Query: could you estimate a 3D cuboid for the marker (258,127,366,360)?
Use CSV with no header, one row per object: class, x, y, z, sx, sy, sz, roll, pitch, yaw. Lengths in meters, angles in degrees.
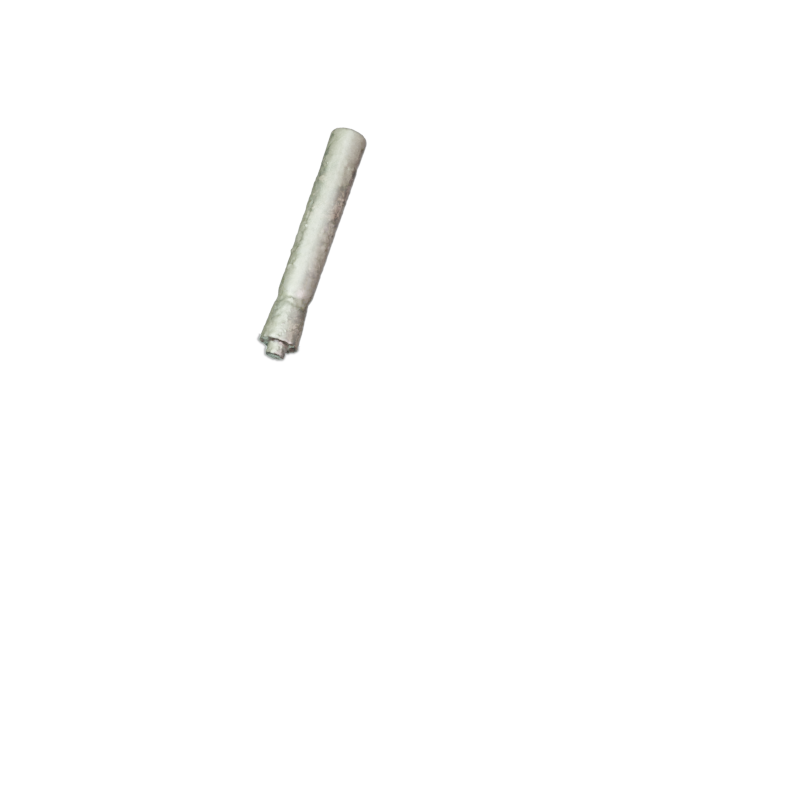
marker,-0.041,-0.076,0.529,0.020,0.126,0.019,15,-23,4
